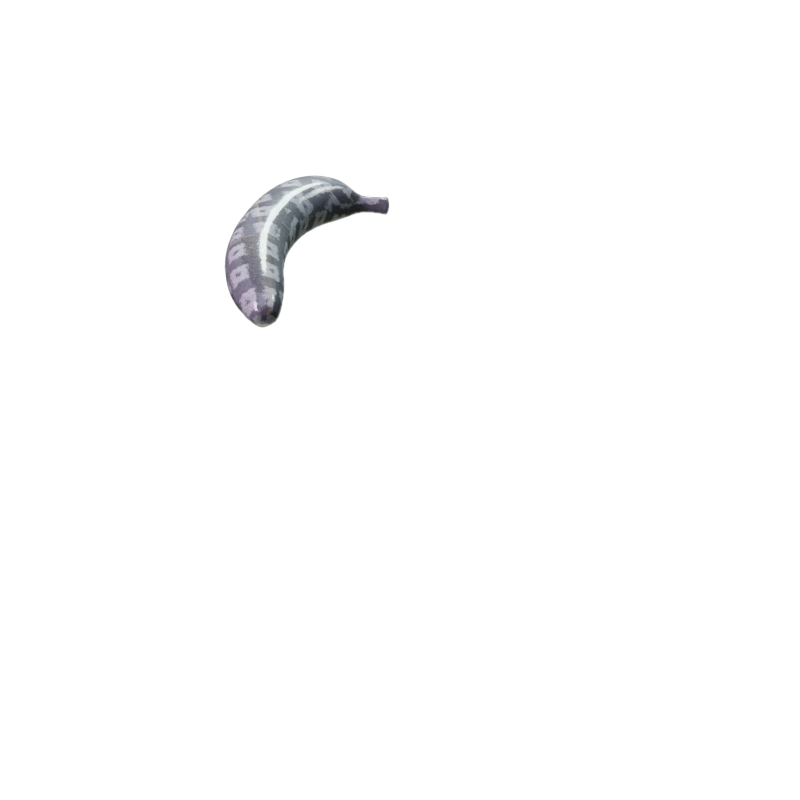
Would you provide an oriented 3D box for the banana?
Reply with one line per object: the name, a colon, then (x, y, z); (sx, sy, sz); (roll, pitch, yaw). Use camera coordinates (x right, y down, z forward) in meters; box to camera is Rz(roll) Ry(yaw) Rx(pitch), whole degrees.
banana: (-0.071, -0.107, 0.713); (0.072, 0.035, 0.203); (11, 33, 17)
